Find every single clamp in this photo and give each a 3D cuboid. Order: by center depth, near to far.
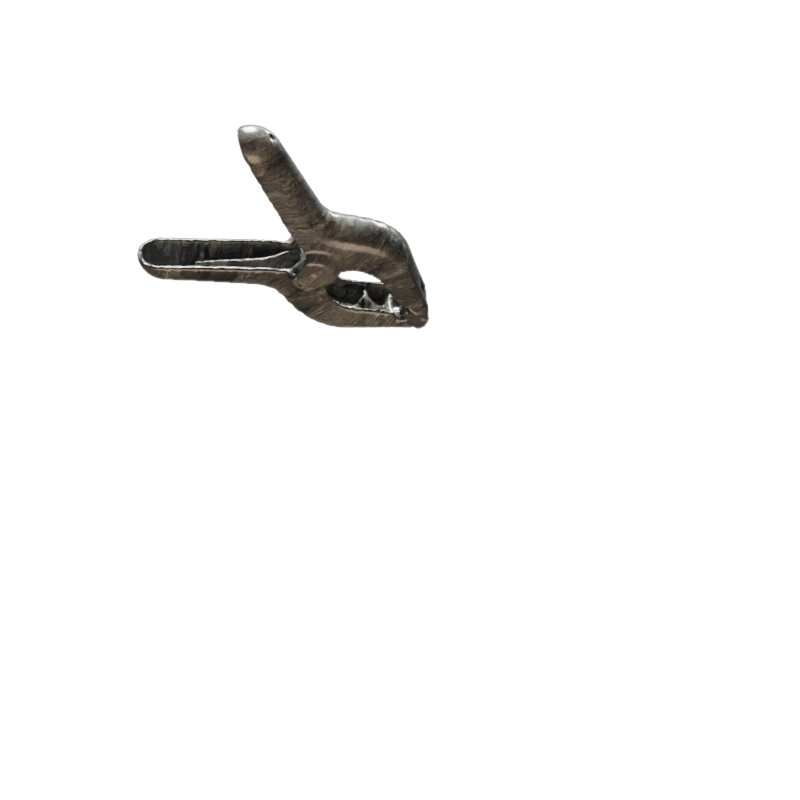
[{"bbox_3d":[-0.049,-0.089,0.622,0.165,0.042,0.117,15,-36,-23],"label":"clamp"}]
